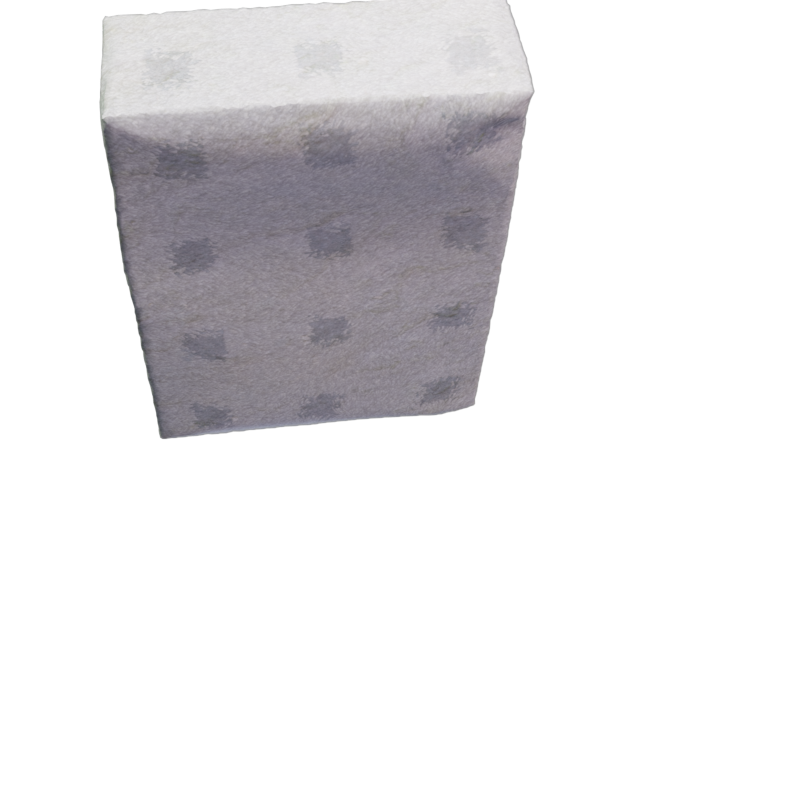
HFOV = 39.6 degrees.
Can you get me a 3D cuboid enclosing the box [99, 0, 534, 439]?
[{"bbox_3d":[-0.039,-0.071,0.498,0.163,0.077,0.199,-4,-37,-6],"label":"box"}]
